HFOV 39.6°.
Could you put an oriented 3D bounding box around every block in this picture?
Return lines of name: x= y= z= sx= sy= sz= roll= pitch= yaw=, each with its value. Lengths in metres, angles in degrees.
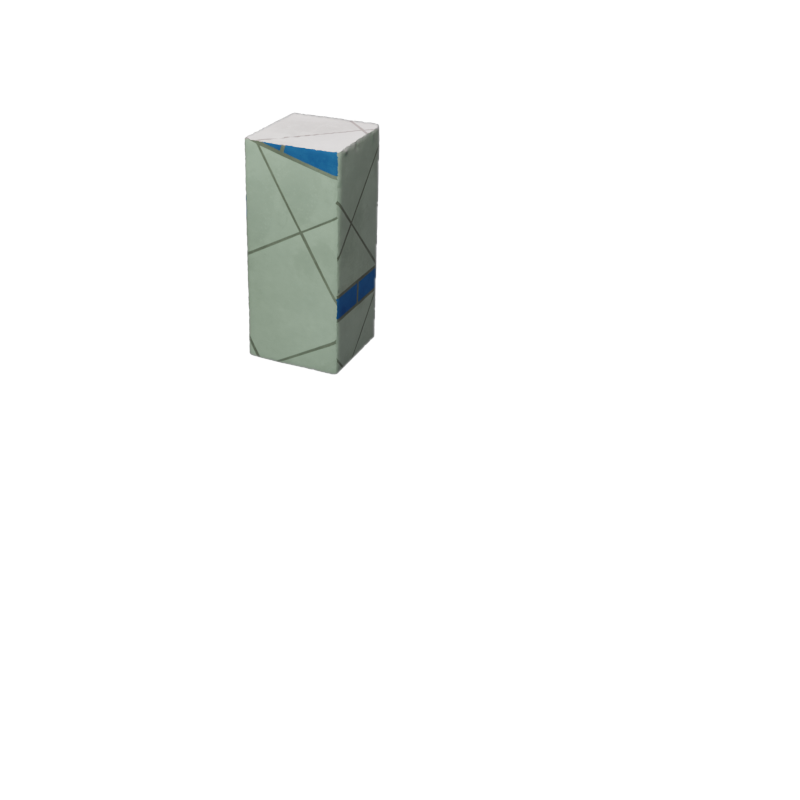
block: x=-0.077 y=-0.141 z=0.986 sx=0.094 sy=0.196 sz=0.092 roll=12 pitch=26 yaw=22
